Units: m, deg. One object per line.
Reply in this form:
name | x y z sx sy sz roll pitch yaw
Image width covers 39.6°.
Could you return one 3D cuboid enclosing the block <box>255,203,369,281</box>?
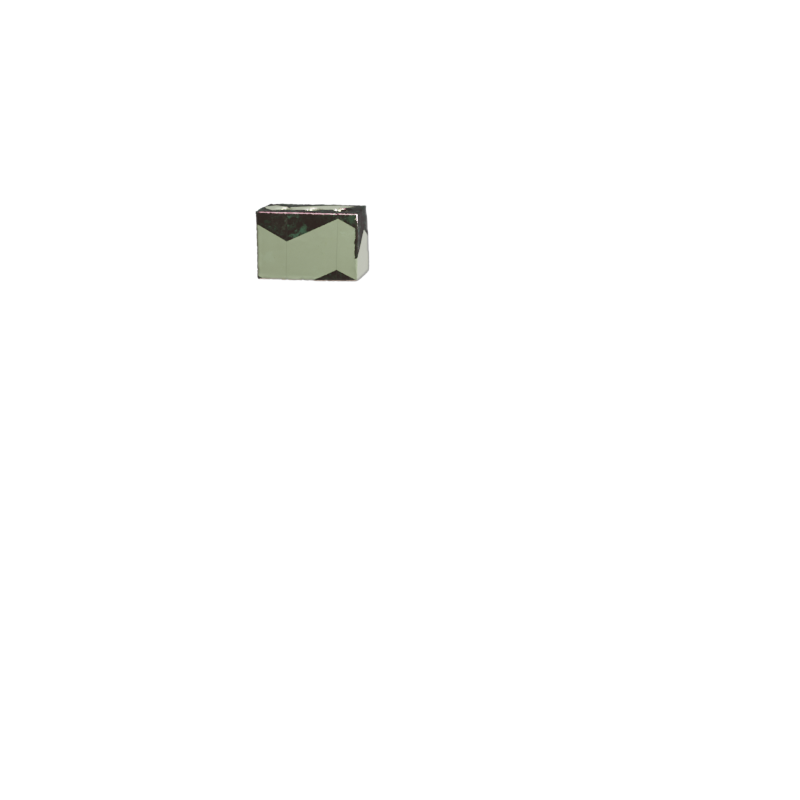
block | -0.065 -0.118 0.828 0.079 0.050 0.053 2 12 8
